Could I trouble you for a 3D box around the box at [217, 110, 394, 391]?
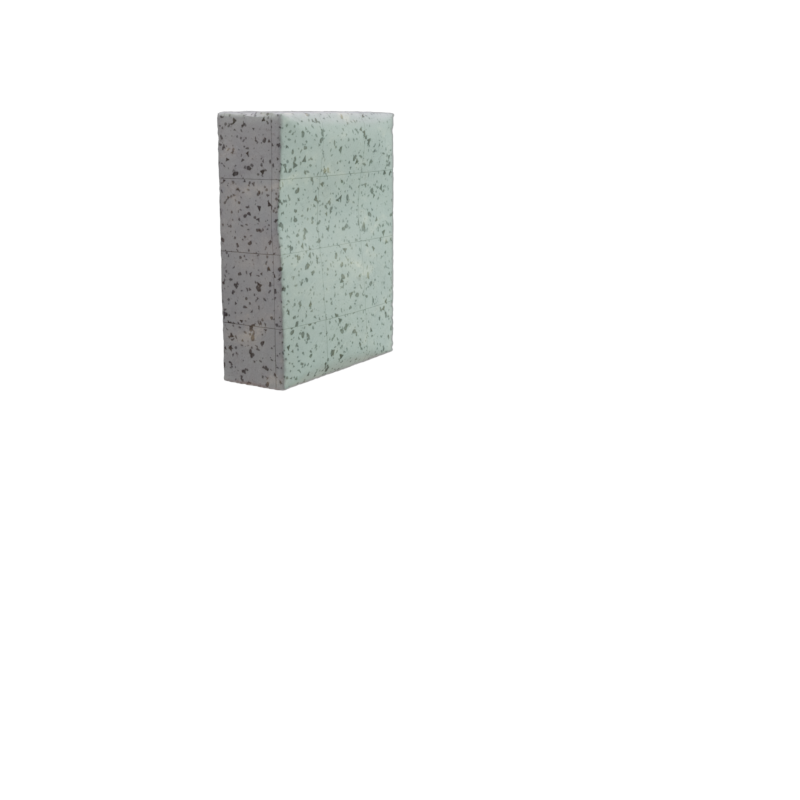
[{"bbox_3d":[-0.071,-0.130,0.912,0.075,0.210,0.161,6,11,33],"label":"box"}]
